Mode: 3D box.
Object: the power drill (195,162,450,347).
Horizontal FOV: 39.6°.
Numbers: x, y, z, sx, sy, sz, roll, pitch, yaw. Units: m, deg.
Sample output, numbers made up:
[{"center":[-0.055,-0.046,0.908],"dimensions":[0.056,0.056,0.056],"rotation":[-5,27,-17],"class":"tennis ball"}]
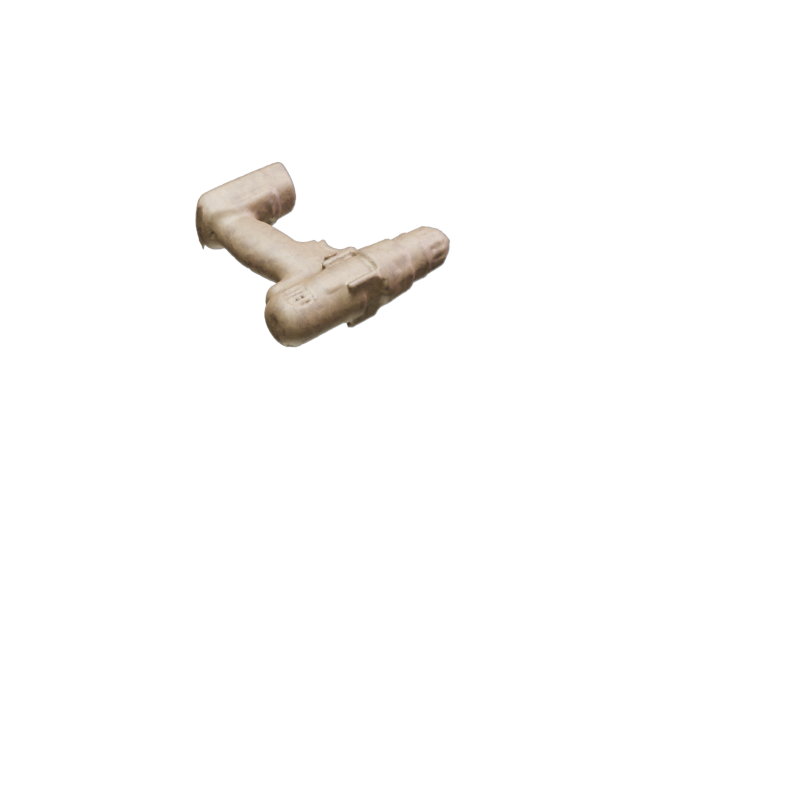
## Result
[{"center":[-0.076,-0.138,0.969],"dimensions":[0.184,0.053,0.202],"rotation":[-28,49,-29],"class":"power drill"}]
